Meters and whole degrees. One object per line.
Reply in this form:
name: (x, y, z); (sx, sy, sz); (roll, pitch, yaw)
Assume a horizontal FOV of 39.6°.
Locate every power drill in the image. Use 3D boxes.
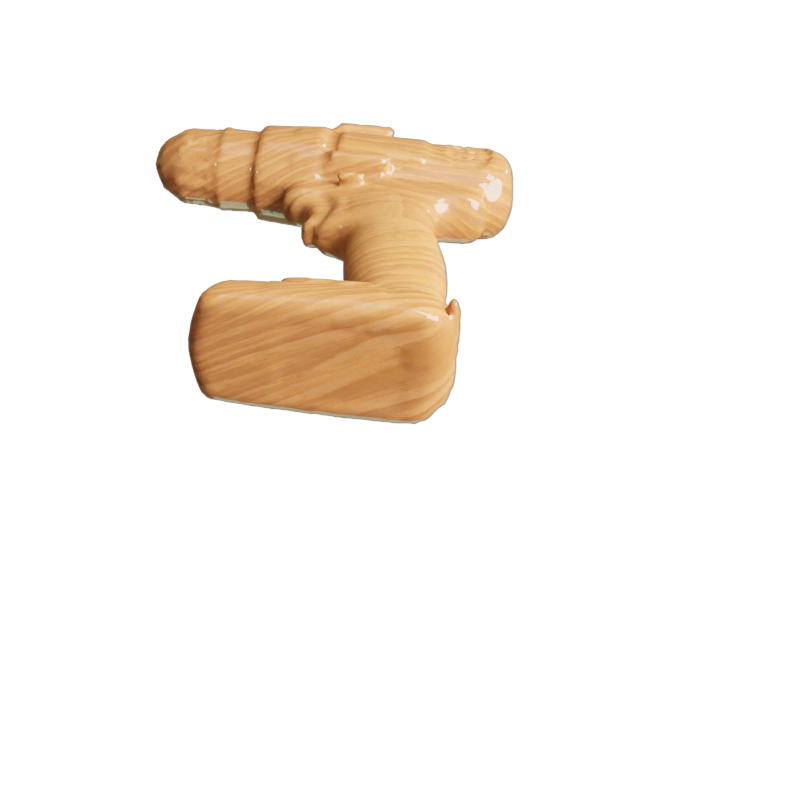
power drill: (-0.040, -0.073, 0.512); (0.186, 0.054, 0.199); (4, 37, 5)
